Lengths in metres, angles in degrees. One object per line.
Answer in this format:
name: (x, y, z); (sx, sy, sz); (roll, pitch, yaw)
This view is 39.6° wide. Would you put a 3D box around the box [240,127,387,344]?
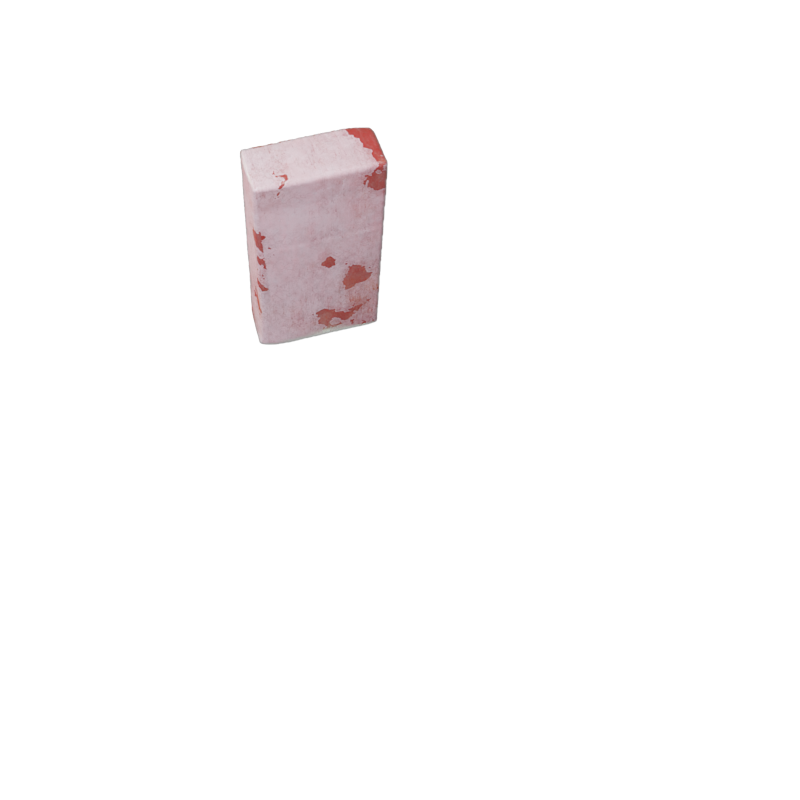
box: (-0.061, -0.112, 0.784); (0.092, 0.052, 0.164); (-12, -36, -12)
